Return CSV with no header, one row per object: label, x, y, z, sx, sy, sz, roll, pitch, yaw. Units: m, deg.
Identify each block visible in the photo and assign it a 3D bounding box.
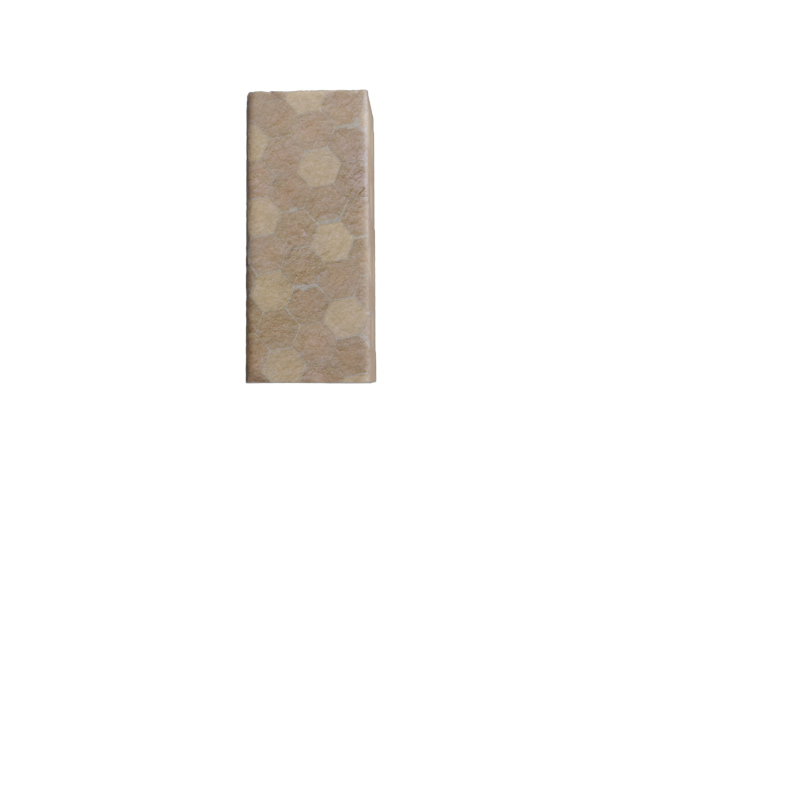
block,-0.065,-0.116,0.816,0.091,0.209,0.089,-1,-5,3
